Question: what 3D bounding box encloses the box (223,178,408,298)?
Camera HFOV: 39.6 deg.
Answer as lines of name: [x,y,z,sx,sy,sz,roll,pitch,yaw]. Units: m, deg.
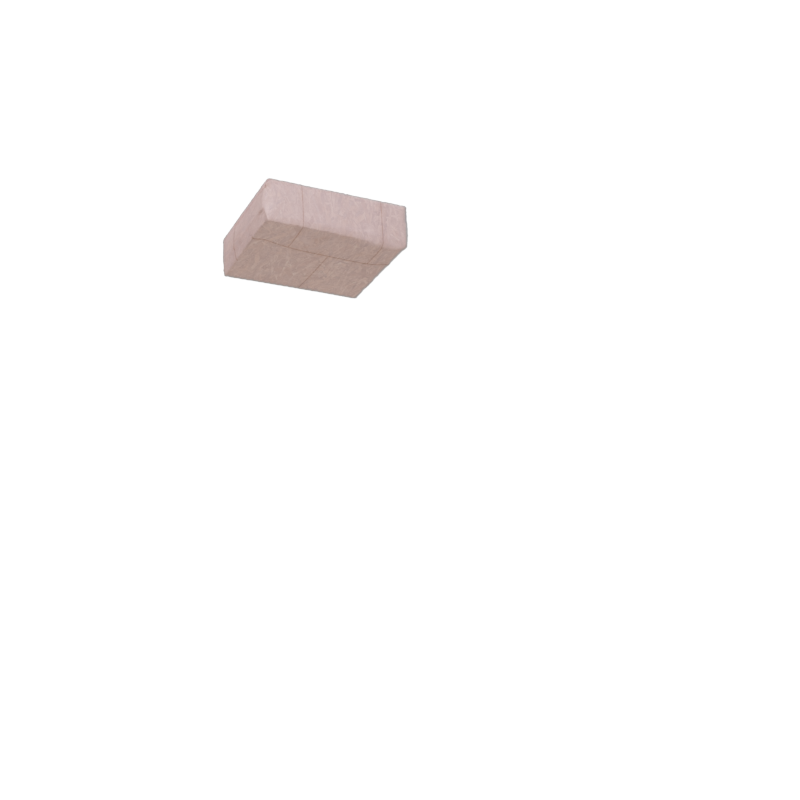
box: [-0.064,-0.116,0.813,0.109,0.041,0.088,11,-27,-23]
